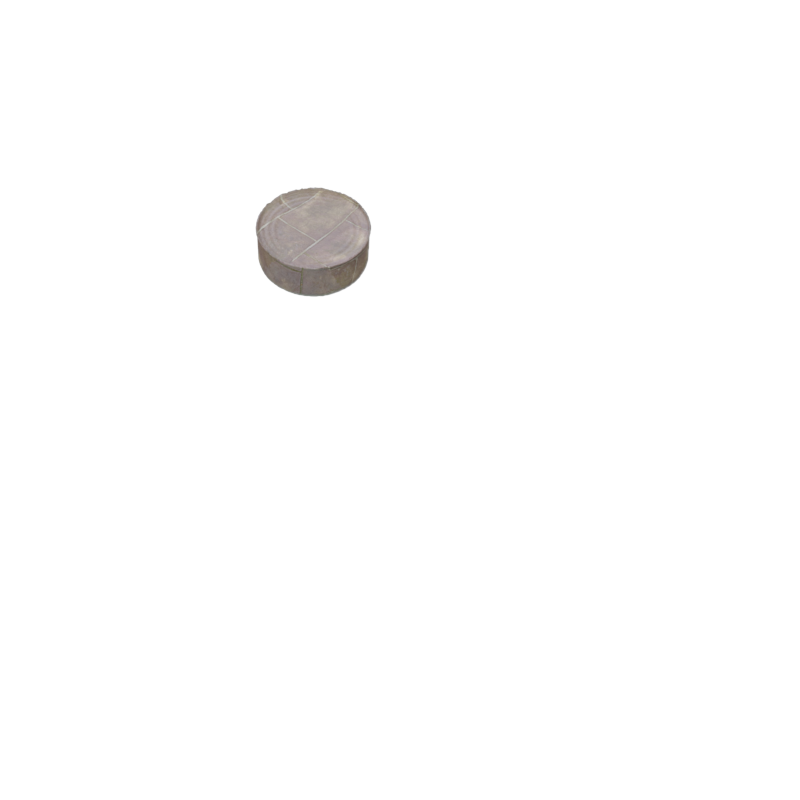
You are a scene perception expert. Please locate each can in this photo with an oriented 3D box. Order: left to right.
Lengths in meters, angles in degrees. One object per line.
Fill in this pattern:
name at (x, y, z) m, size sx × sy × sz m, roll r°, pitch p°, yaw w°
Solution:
can at (-0.065, -0.119, 0.836) m, size 0.086 × 0.092 × 0.031 m, roll -1°, pitch -41°, yaw -1°
